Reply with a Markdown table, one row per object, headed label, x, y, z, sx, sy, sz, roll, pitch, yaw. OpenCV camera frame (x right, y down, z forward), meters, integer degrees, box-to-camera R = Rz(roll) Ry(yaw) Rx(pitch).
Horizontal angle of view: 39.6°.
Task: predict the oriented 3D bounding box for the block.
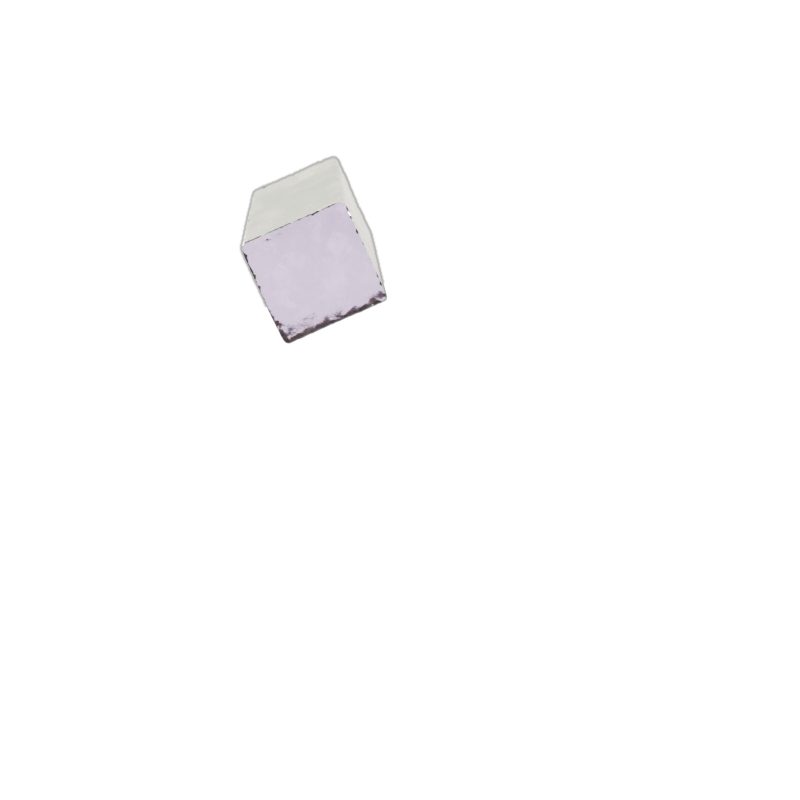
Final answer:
| label | x | y | z | sx | sy | sz | roll | pitch | yaw |
| --- | --- | --- | --- | --- | --- | --- | --- | --- | --- |
| block | -0.075 | -0.137 | 0.956 | 0.091 | 0.086 | 0.215 | -23 | 20 | 5 |
